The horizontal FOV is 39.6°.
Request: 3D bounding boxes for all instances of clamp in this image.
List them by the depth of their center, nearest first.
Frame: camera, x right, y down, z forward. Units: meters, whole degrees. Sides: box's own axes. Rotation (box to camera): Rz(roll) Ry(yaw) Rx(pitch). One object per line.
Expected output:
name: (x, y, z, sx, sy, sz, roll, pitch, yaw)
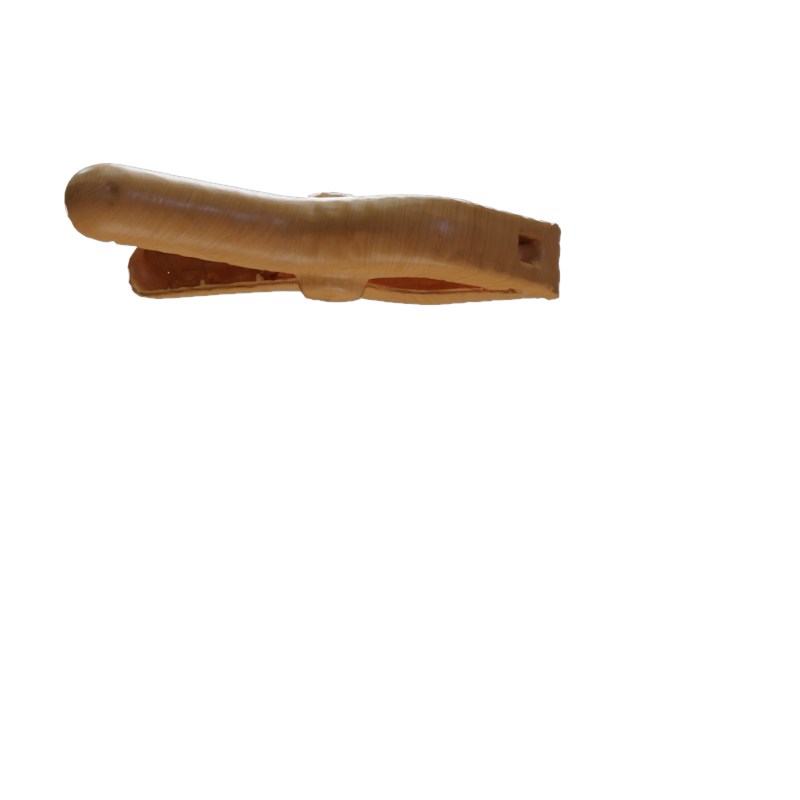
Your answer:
clamp: (-0.030, -0.055, 0.387, 0.173, 0.040, 0.117, 0, -1, 9)
